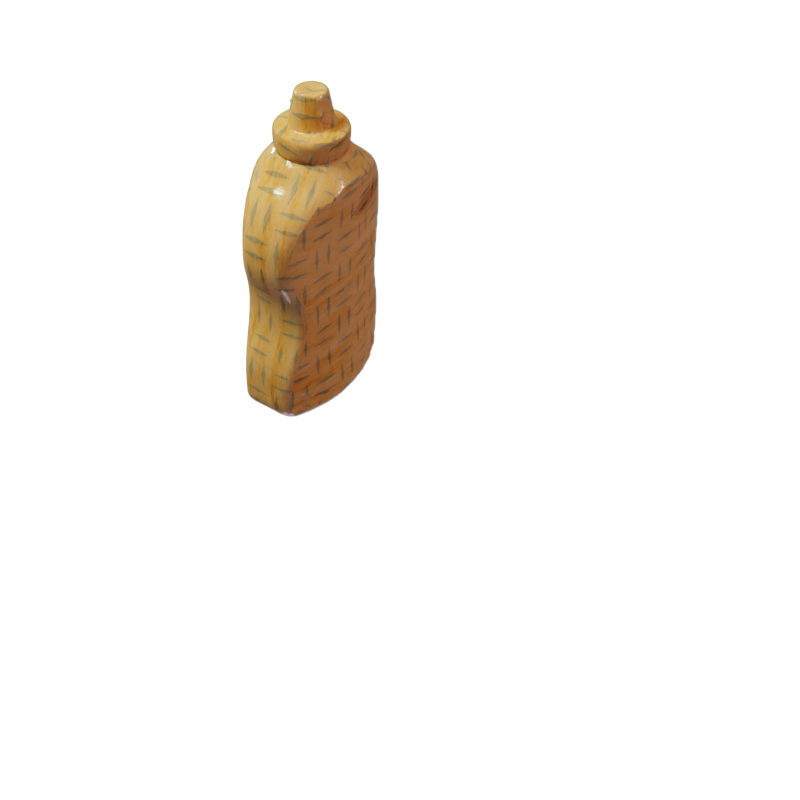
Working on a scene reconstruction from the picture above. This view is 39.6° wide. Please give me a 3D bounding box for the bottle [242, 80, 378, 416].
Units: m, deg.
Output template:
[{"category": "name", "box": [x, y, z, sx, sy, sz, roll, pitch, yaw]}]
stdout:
[{"category": "bottle", "box": [-0.049, -0.088, 0.615, 0.061, 0.179, 0.098, 25, 45, 24]}]
